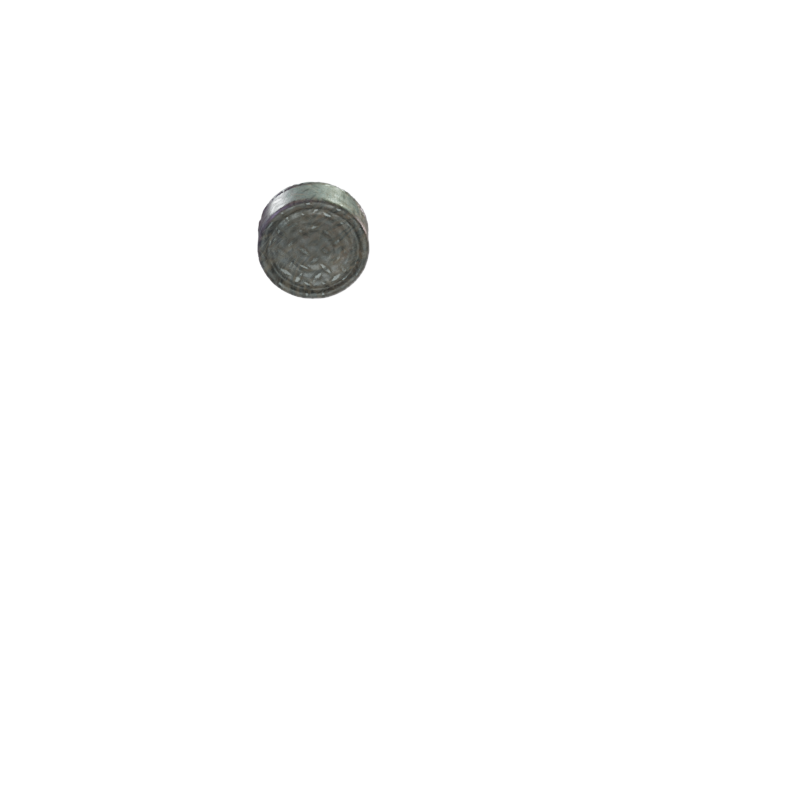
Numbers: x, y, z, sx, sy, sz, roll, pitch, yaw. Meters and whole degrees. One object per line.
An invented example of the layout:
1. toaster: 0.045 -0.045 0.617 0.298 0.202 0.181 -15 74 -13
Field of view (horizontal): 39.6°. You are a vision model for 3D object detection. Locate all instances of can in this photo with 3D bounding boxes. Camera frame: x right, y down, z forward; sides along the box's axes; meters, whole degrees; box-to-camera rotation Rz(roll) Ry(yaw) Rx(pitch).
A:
1. can: -0.066 -0.120 0.844 0.086 0.081 0.036 1 29 -1
